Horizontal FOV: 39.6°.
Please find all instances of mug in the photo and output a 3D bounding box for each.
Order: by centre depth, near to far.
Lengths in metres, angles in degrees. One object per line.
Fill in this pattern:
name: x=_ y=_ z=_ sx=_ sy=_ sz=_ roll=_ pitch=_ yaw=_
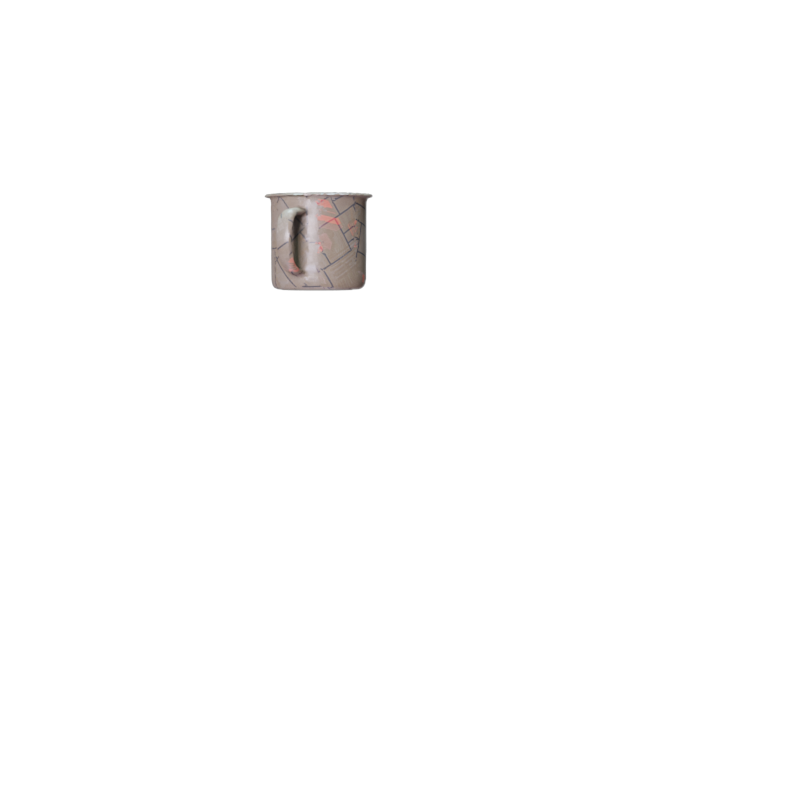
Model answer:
mug: x=-0.074 y=-0.135 z=0.942 sx=0.096 sy=0.081 sz=0.115 roll=2 pitch=6 yaw=19
